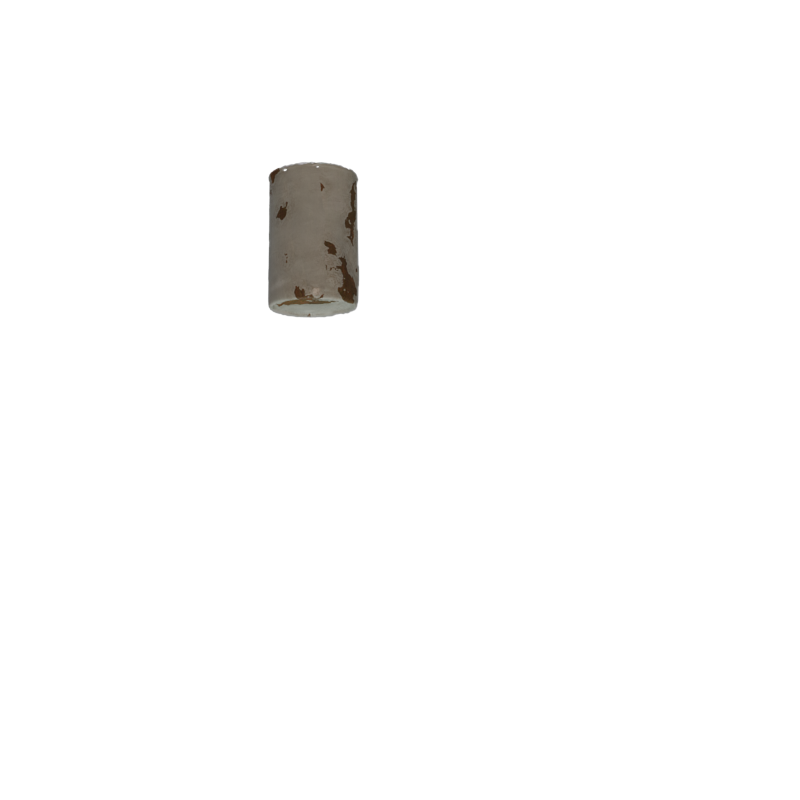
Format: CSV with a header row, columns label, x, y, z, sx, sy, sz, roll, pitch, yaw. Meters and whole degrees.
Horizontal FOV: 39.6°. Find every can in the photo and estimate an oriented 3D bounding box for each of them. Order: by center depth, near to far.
label,x,y,z,sx,sy,sz,roll,pitch,yaw
can,-0.065,-0.118,0.827,0.068,0.106,0.066,0,-14,-2
